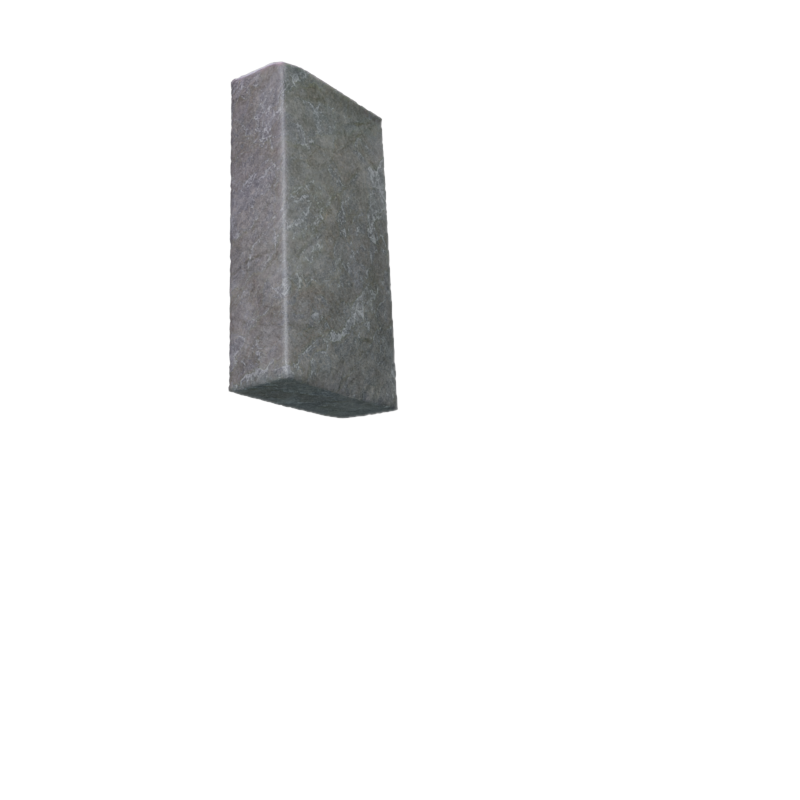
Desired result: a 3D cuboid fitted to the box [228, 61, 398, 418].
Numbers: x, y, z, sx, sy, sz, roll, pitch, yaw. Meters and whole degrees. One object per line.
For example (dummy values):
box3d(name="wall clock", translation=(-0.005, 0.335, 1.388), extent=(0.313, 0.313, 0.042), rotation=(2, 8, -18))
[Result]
box3d(name="box", translation=(-0.046, -0.085, 0.592), extent=(0.049, 0.184, 0.088), rotation=(-15, -23, 35))
